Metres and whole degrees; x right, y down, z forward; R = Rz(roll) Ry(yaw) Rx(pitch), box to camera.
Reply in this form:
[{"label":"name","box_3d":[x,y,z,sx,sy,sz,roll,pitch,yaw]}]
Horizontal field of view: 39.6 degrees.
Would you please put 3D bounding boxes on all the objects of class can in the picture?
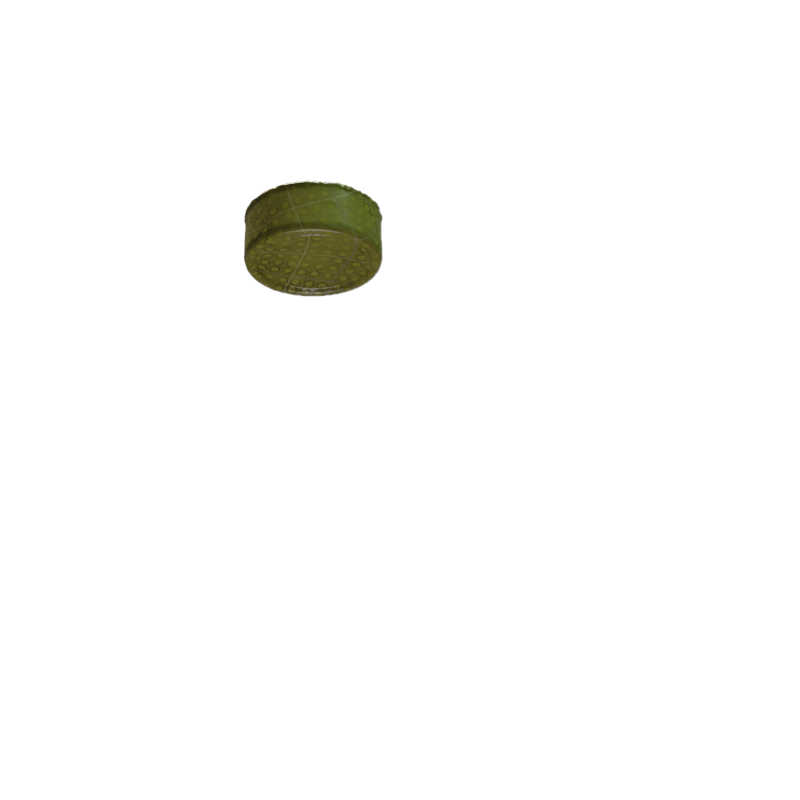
[{"label":"can","box_3d":[-0.053,-0.097,0.681,0.086,0.036,0.081,1,-26,-2]}]
